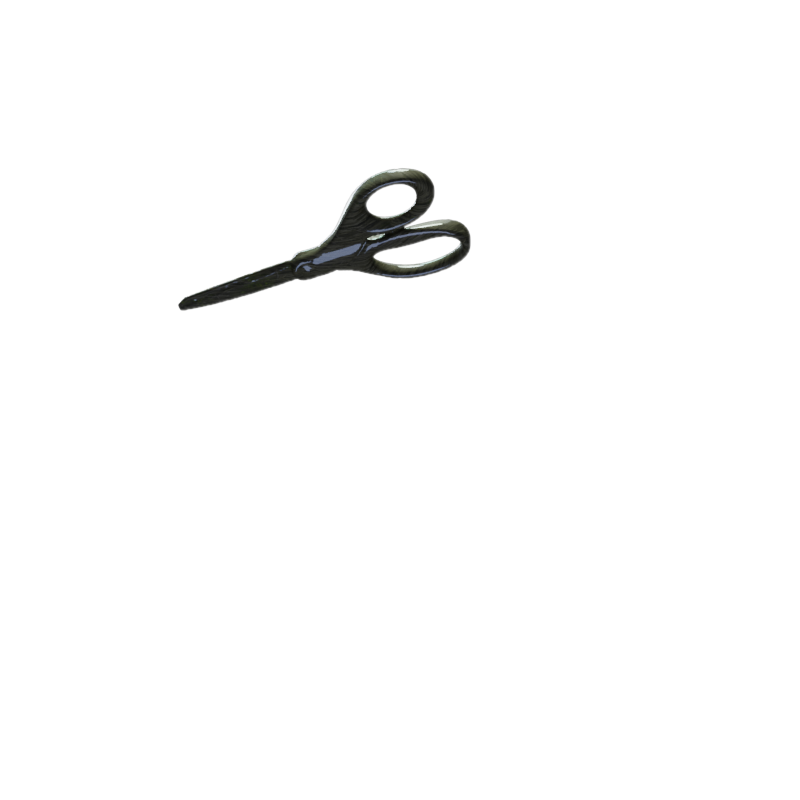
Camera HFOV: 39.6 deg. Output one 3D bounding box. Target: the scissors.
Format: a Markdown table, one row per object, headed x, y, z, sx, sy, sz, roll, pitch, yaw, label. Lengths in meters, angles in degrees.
| x | y | z | sx | sy | sz | roll | pitch | yaw | label |
| --- | --- | --- | --- | --- | --- | --- | --- | --- | --- |
| -0.056 | -0.103 | 0.719 | 0.203 | 0.017 | 0.089 | -6 | -44 | 6 | scissors |
